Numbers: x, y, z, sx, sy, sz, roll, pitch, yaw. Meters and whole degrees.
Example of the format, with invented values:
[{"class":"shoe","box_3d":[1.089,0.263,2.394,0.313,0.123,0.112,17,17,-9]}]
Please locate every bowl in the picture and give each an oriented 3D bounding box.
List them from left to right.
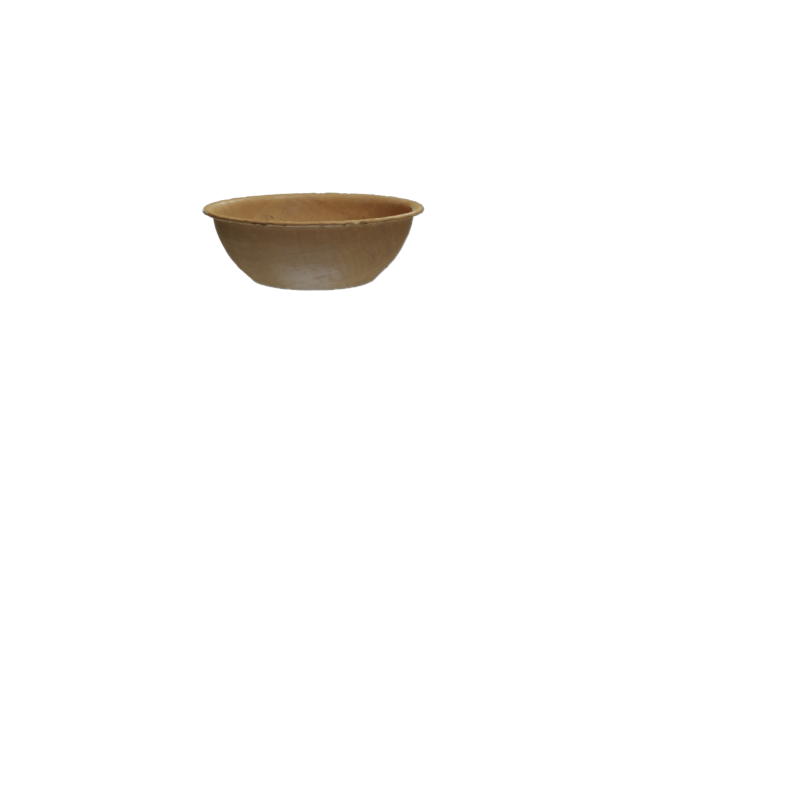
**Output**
[{"class":"bowl","box_3d":[-0.064,-0.116,0.812,0.162,0.053,0.168,-1,17,-2]}]
